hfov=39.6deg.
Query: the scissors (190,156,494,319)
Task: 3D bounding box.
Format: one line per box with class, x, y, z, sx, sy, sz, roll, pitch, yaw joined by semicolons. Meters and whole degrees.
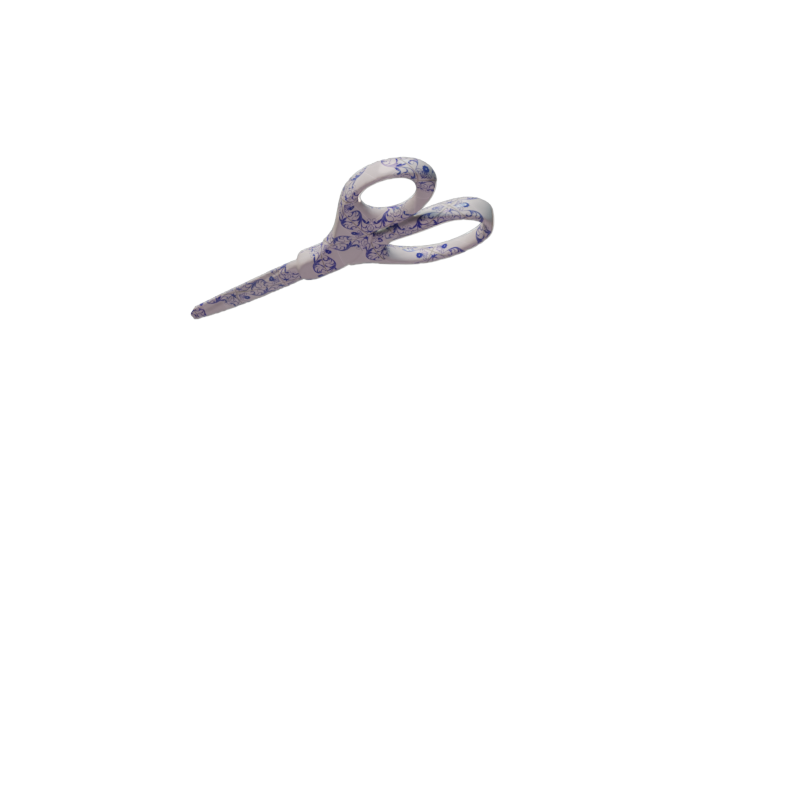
scissors;-0.049;-0.090;0.628;0.204;0.017;0.089;-11;-32;18
